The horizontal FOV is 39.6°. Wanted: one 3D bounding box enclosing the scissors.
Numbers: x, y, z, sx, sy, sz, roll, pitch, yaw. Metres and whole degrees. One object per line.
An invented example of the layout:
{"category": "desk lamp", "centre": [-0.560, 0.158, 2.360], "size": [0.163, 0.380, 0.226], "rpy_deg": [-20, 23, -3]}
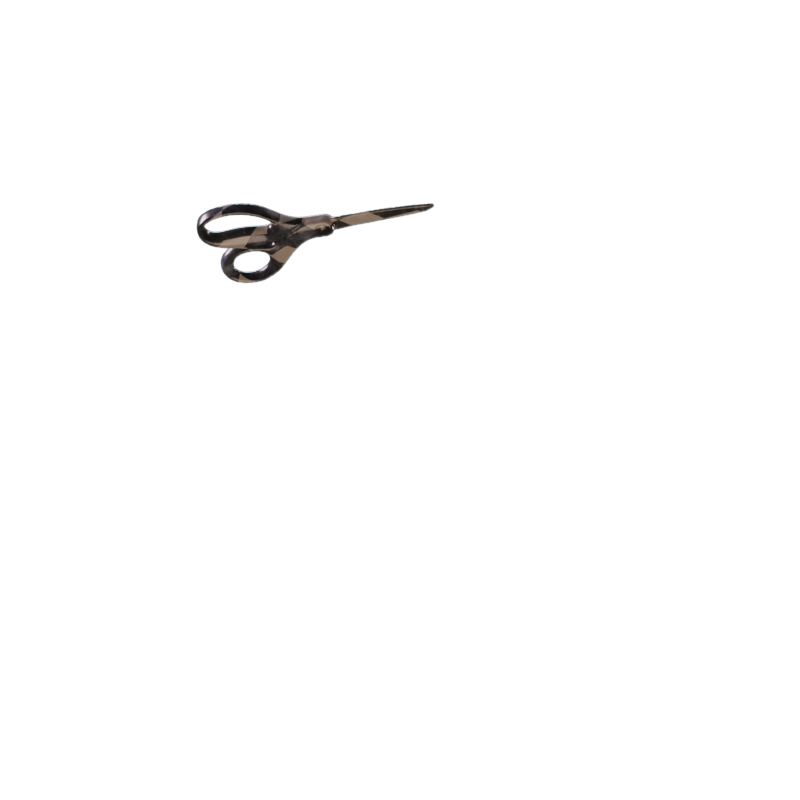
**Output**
{"category": "scissors", "centre": [-0.076, -0.138, 0.966], "size": [0.201, 0.017, 0.090], "rpy_deg": [2, -42, -2]}
